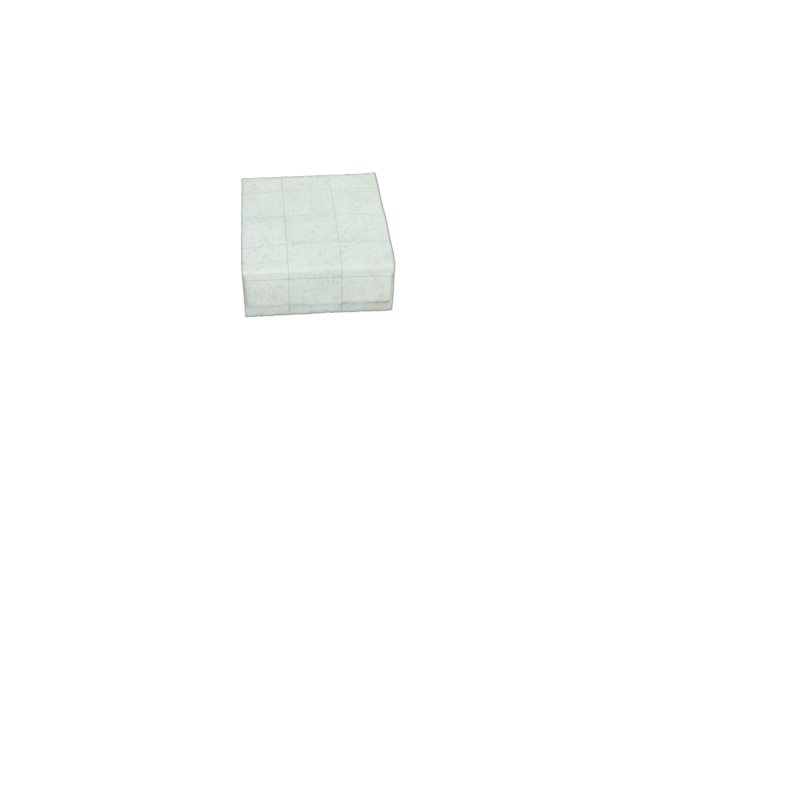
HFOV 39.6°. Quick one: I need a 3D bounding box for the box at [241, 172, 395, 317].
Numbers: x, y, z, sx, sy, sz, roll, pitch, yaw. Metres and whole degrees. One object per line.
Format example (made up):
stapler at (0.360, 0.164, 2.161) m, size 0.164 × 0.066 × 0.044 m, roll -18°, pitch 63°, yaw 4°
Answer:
box at (-0.054, -0.099, 0.690) m, size 0.089 × 0.036 × 0.122 m, roll -3°, pitch 37°, yaw -5°
